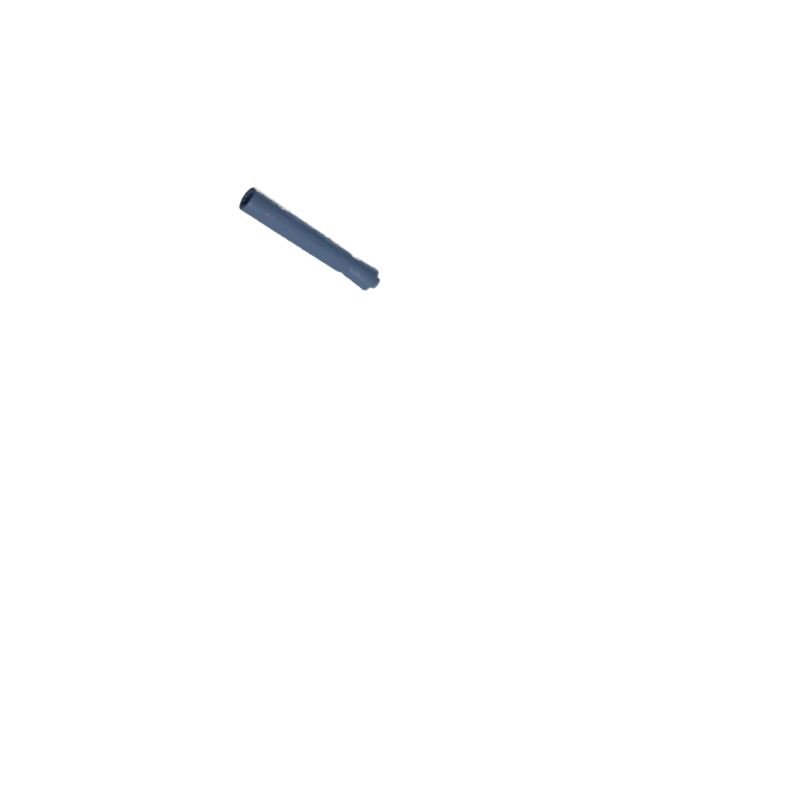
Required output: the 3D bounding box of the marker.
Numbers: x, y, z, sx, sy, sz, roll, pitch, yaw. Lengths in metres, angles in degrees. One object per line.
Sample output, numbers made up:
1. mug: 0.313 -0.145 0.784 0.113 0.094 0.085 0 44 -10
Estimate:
1. marker: -0.062 -0.114 0.797 0.115 0.020 0.020 31 -11 -24
